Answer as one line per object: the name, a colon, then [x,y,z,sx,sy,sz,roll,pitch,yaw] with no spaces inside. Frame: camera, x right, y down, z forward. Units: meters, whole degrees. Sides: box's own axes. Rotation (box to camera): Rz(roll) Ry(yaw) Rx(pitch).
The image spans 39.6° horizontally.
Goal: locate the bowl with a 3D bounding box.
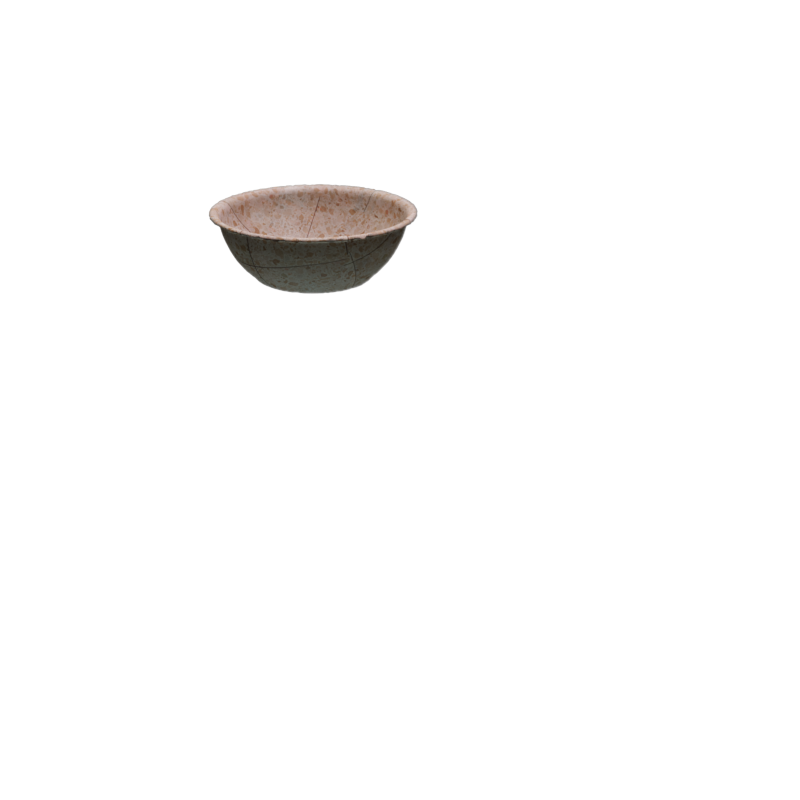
bowl: [-0.068,-0.123,0.864,0.162,0.053,0.170,-1,24,-2]
